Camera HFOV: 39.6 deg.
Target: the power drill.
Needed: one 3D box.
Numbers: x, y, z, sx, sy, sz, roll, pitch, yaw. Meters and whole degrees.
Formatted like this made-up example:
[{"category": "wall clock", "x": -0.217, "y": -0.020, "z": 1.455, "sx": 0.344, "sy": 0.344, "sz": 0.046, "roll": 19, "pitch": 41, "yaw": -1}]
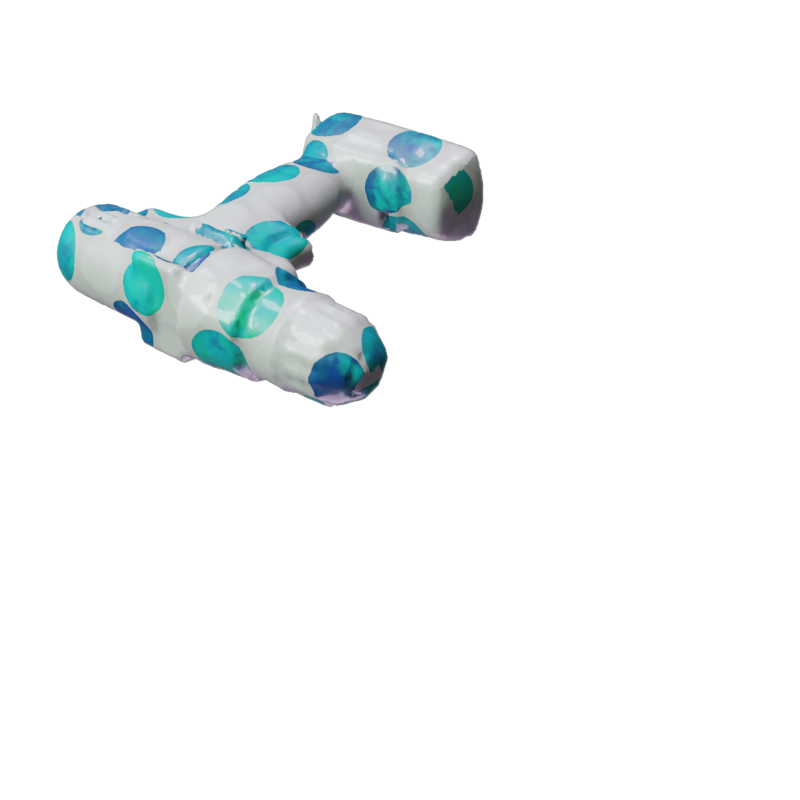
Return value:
[{"category": "power drill", "x": -0.042, "y": -0.076, "z": 0.531, "sx": 0.196, "sy": 0.054, "sz": 0.188, "roll": 24, "pitch": 40, "yaw": 32}]
